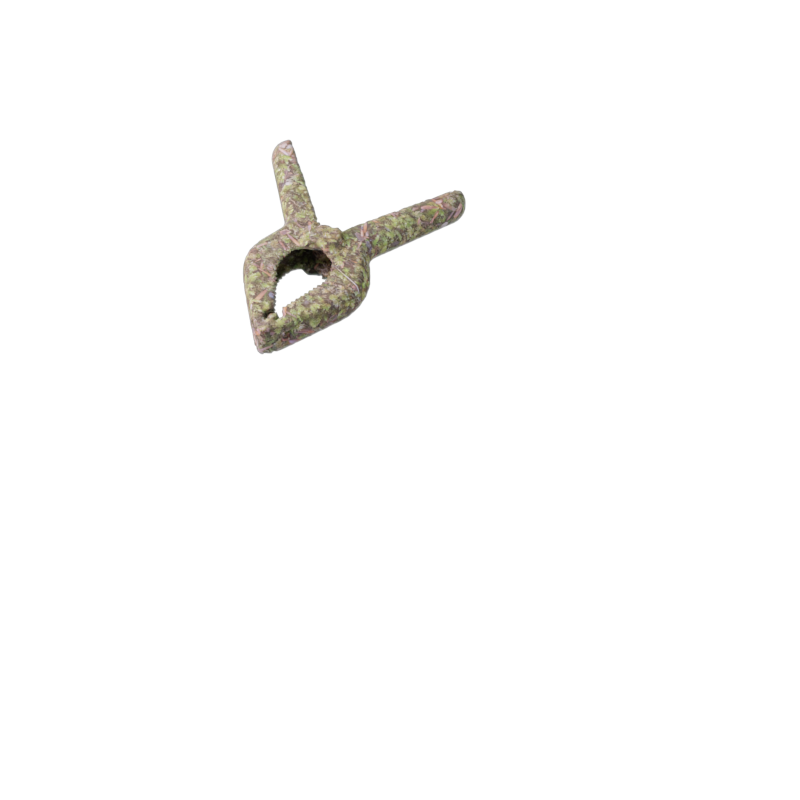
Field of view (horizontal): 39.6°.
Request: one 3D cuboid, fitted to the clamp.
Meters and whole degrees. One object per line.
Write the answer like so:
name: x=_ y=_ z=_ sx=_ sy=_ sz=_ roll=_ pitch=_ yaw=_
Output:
clamp: x=-0.066 y=-0.120 z=0.841 sx=0.171 sy=0.034 sz=0.216 roll=22 pitch=51 yaw=19
